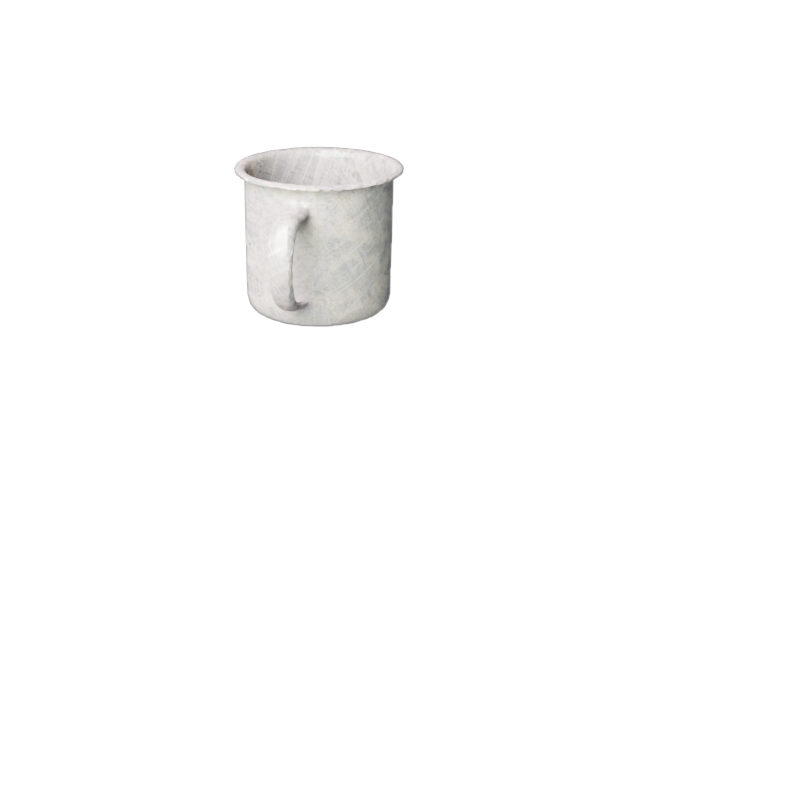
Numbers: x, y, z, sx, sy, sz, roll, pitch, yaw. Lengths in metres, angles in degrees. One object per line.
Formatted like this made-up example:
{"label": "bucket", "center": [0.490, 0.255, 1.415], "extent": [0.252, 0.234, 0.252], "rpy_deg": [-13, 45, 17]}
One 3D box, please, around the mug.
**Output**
{"label": "mug", "center": [-0.048, -0.087, 0.610], "extent": [0.095, 0.078, 0.121], "rpy_deg": [5, 23, 11]}
